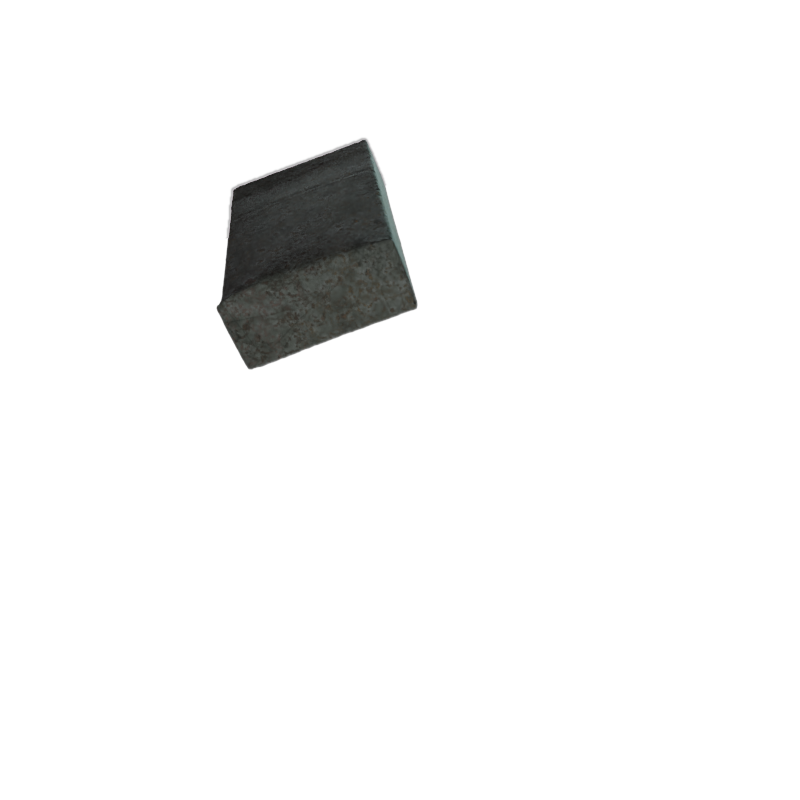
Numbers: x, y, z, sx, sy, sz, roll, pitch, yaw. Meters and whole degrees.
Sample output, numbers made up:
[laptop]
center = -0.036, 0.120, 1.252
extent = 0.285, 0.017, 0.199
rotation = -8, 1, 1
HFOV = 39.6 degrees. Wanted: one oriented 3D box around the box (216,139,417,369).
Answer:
[box]
center = -0.048, -0.088, 0.615
extent = 0.093, 0.045, 0.186
rotation = -20, 26, 6
